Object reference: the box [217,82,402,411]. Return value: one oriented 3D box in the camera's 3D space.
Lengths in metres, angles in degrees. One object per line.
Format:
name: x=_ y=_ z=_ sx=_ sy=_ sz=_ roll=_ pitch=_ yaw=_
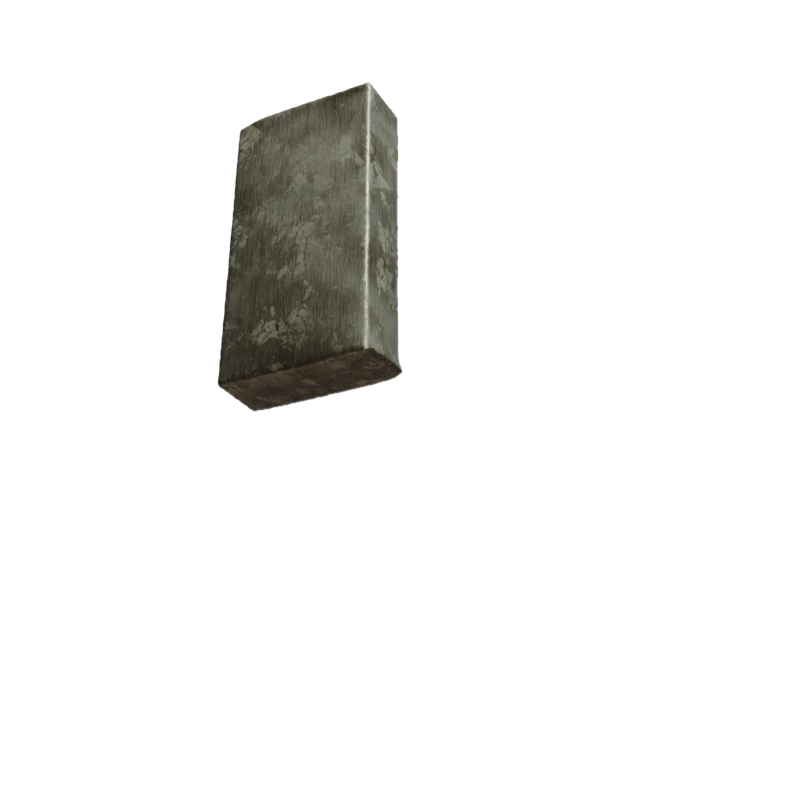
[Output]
box: x=-0.049 y=-0.089 z=0.623 sx=0.094 sy=0.188 sz=0.044 roll=-15 pitch=-32 yaw=23
